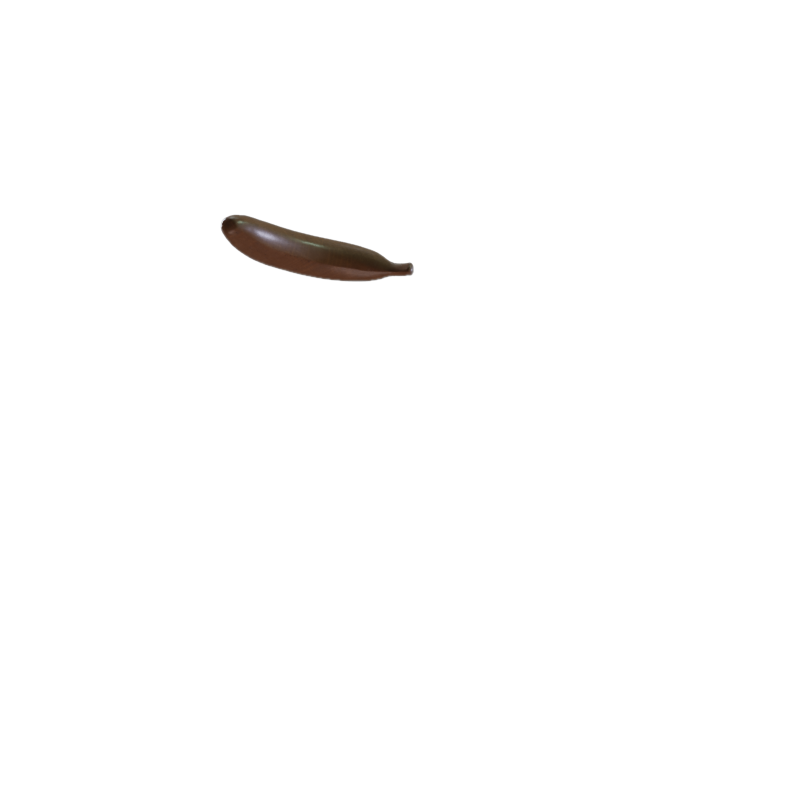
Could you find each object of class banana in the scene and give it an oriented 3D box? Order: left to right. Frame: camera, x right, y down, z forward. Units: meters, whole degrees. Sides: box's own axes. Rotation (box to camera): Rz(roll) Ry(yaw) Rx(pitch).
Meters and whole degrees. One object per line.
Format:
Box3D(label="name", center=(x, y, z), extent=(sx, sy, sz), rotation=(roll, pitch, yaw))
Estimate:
Box3D(label="banana", center=(-0.086, -0.139, 1.015), extent=(0.189, 0.038, 0.070), rotation=(8, -17, -30))
